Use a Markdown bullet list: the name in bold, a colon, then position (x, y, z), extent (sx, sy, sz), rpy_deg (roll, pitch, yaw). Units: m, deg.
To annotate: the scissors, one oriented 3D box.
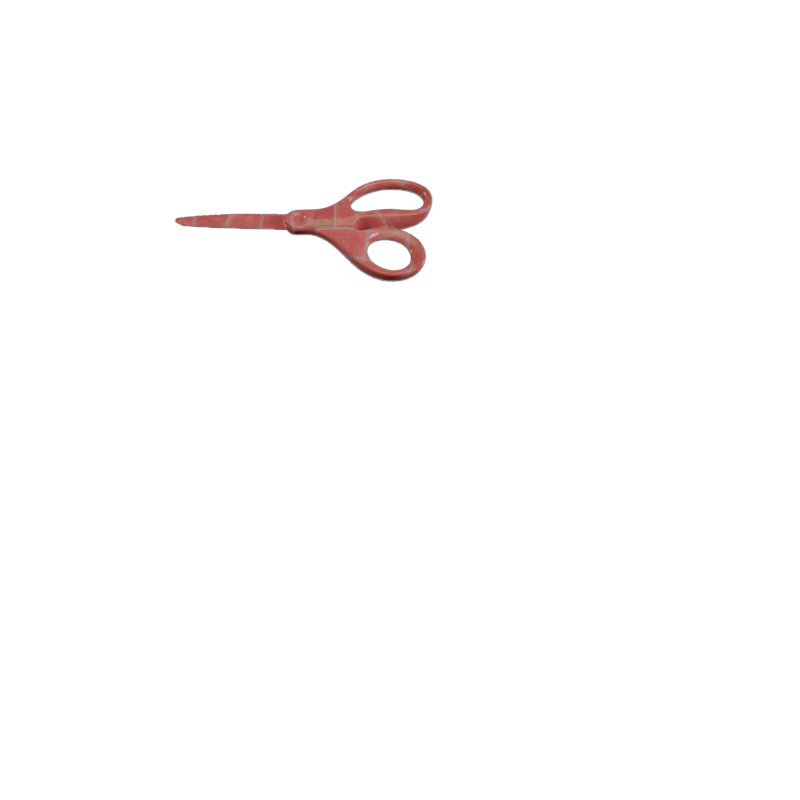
- **scissors**: position (-0.068, -0.123, 0.864), extent (0.200, 0.102, 0.015), rpy_deg (-14, -26, -7)
